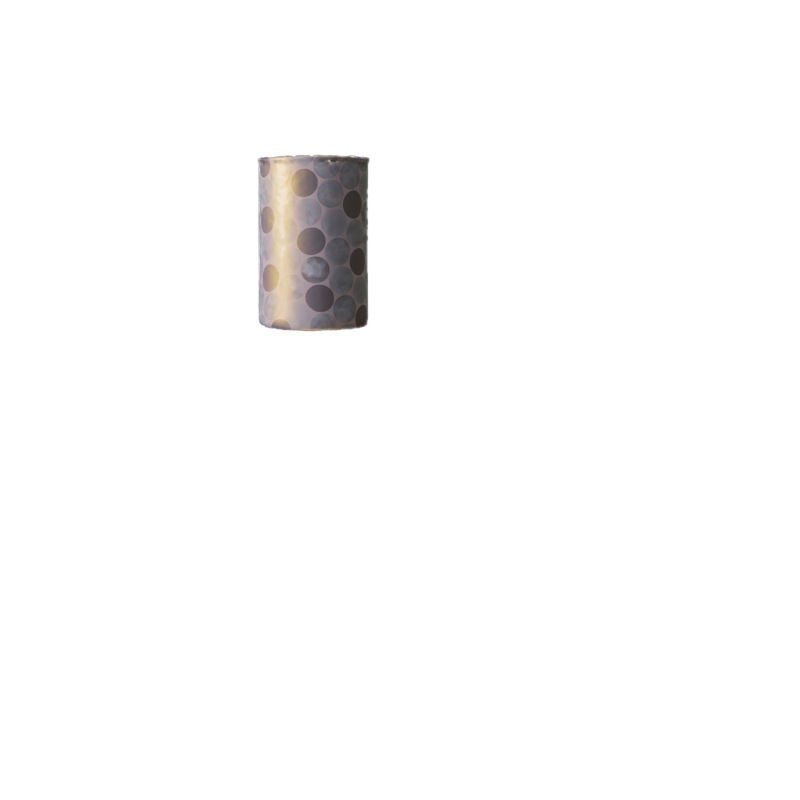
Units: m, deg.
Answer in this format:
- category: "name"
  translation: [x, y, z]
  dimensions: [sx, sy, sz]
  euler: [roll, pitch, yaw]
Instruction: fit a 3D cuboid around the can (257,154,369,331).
- category: "can"
  translation: [-0.053, -0.096, 0.672]
  dimensions: [0.068, 0.102, 0.069]
  euler: [0, 4, -2]
